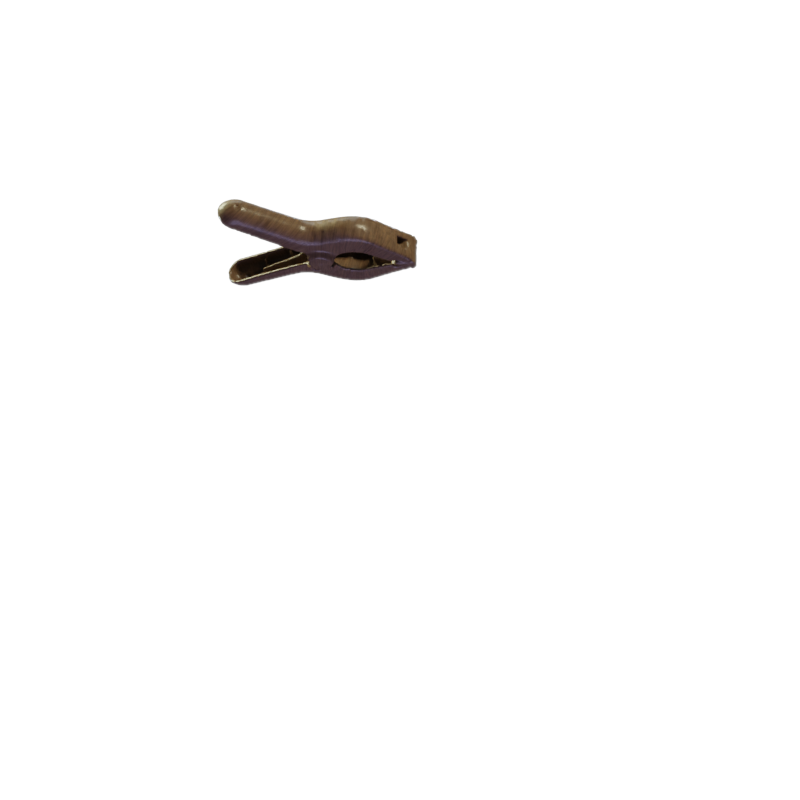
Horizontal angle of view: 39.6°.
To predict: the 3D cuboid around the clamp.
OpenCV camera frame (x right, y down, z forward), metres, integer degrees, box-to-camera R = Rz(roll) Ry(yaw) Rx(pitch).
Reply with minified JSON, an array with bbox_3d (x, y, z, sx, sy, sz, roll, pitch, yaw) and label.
[{"bbox_3d":[-0.073,-0.134,0.937,0.173,0.041,0.113,-3,-18,8],"label":"clamp"}]
